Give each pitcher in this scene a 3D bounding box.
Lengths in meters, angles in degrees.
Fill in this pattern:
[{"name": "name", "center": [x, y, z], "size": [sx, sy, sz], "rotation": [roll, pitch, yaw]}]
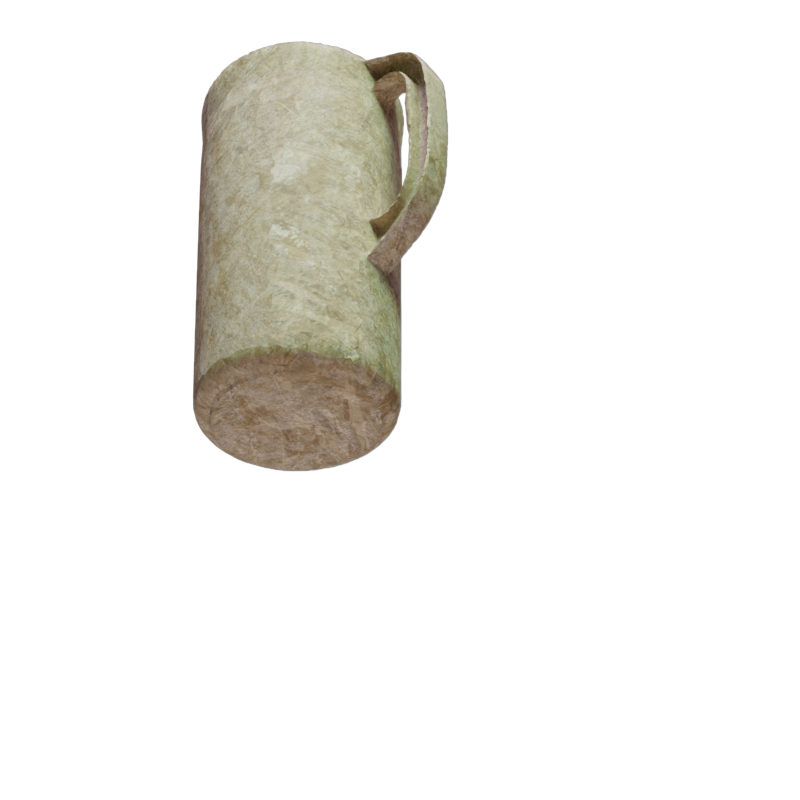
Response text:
[{"name": "pitcher", "center": [-0.050, -0.092, 0.642], "size": [0.144, 0.261, 0.140], "rotation": [3, -40, -7]}]
